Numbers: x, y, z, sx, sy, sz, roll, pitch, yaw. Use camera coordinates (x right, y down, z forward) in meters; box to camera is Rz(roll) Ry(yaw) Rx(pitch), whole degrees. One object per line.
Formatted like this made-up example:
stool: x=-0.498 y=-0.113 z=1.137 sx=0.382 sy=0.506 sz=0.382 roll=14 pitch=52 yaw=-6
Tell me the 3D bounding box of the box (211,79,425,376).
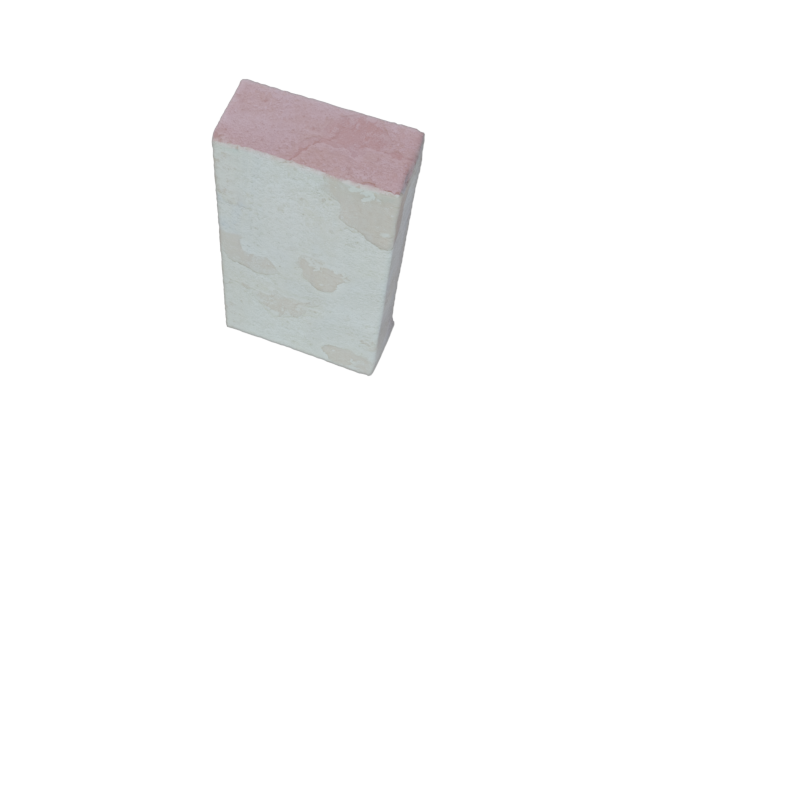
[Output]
box: x=-0.045 y=-0.081 z=0.570 sx=0.095 sy=0.050 sz=0.166 roll=20 pitch=-25 yaw=6
